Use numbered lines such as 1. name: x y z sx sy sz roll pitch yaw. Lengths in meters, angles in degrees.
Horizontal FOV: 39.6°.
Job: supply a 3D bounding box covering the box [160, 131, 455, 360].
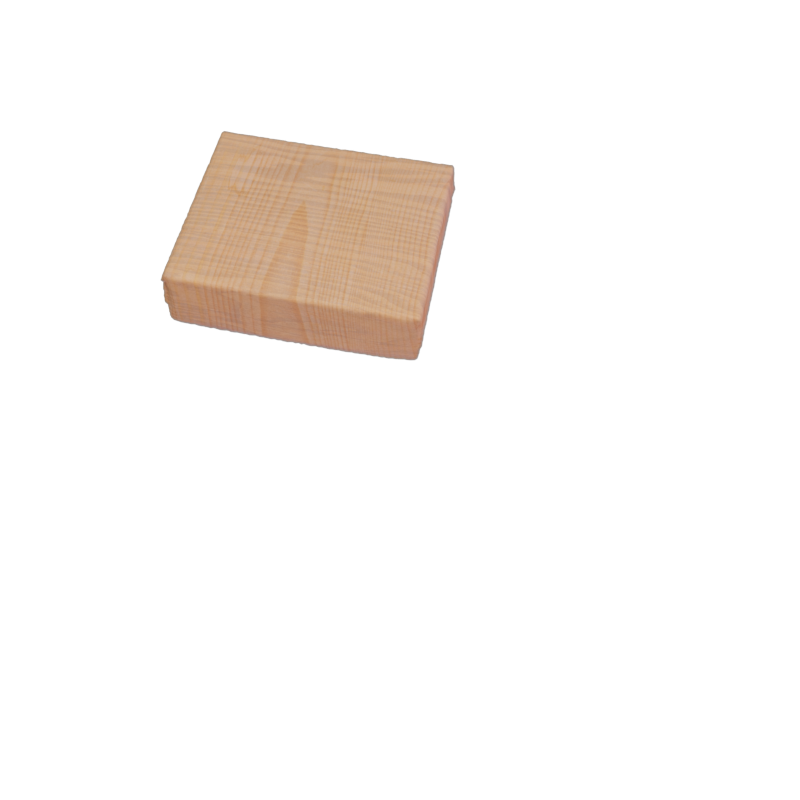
1. box: -0.039 -0.070 0.492 0.115 0.095 0.036 10 -35 7
